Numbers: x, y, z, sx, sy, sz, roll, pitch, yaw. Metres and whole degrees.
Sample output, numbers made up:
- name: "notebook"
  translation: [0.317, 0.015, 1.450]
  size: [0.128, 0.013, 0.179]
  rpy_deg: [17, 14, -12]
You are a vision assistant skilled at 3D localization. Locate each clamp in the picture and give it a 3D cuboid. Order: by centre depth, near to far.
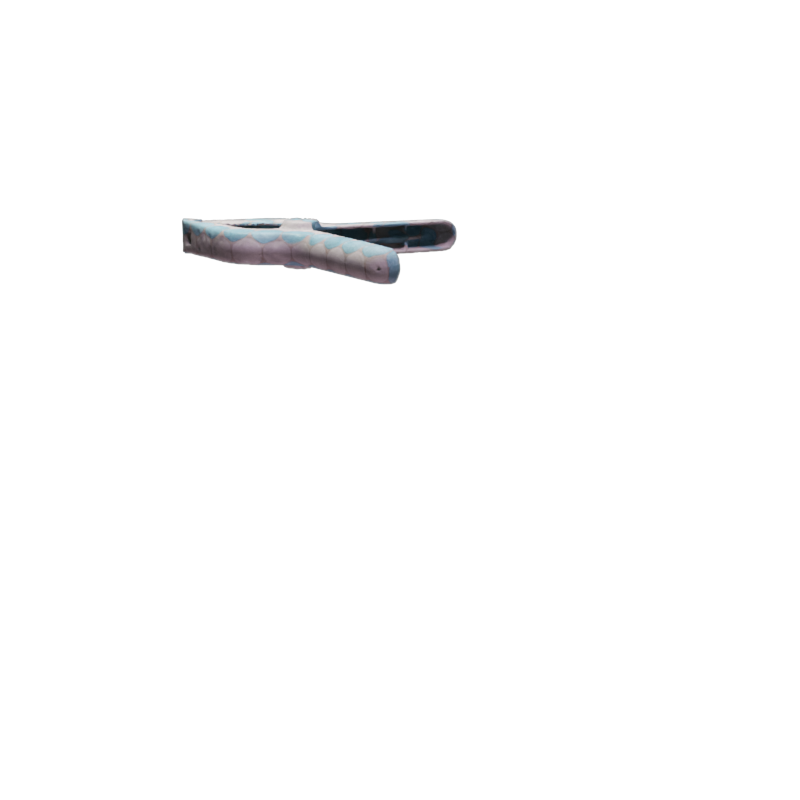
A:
- name: "clamp"
  translation: [-0.066, -0.121, 0.849]
  size: [0.218, 0.035, 0.163]
  rpy_deg: [8, 17, 26]
